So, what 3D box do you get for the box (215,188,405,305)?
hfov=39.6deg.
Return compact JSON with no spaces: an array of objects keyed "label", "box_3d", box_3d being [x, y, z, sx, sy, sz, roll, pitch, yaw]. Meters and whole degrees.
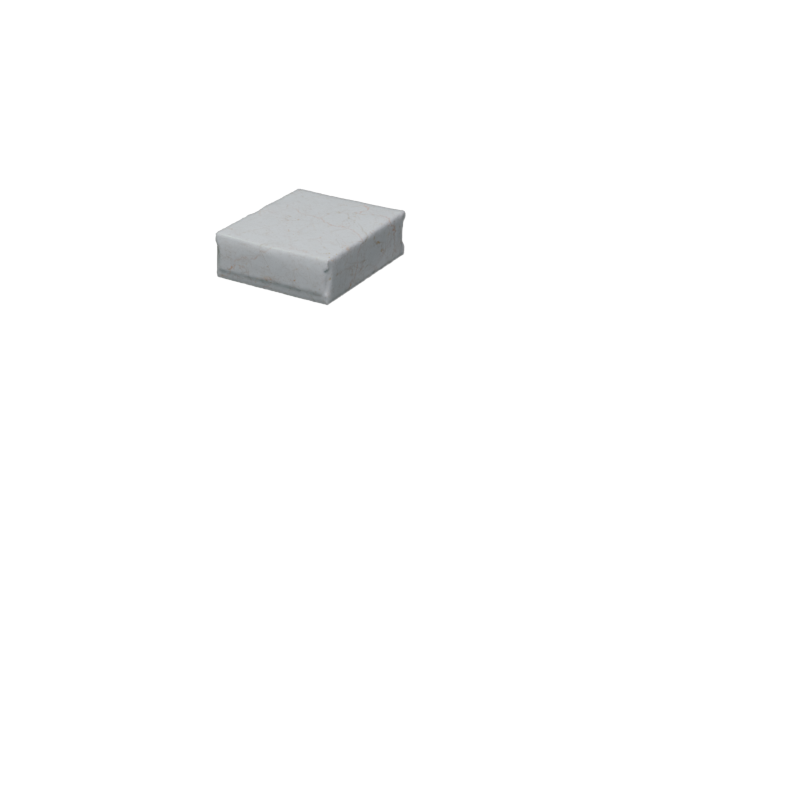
[{"label":"box","box_3d":[-0.049,-0.089,0.622,0.076,0.029,0.090,15,32,26]}]
